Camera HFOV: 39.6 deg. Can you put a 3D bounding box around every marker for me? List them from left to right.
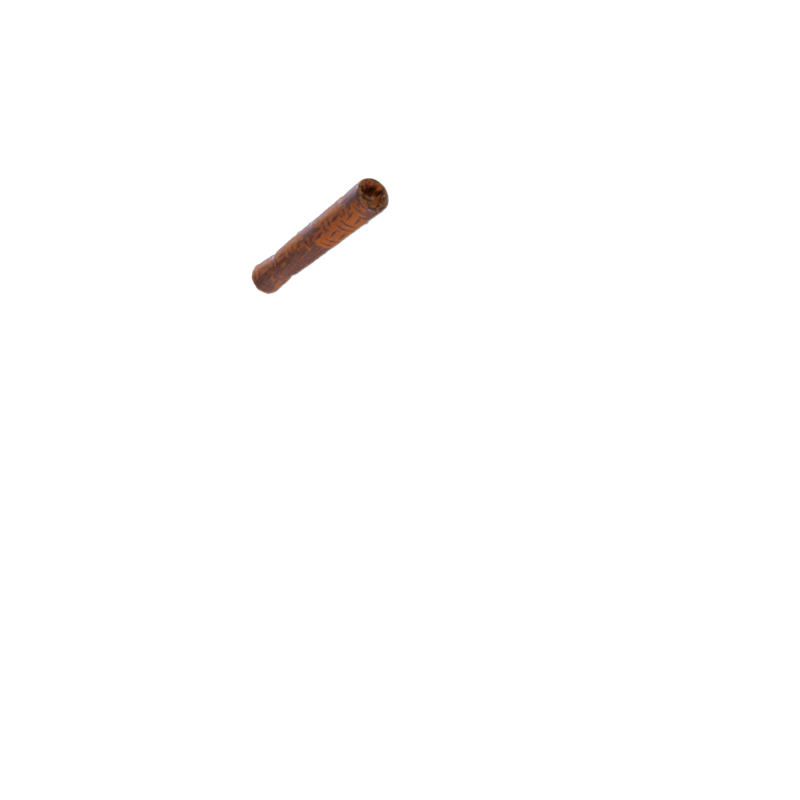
[{"bbox_3d":[-0.046,-0.084,0.589,0.019,0.021,0.120,-2,-15,-35],"label":"marker"}]
